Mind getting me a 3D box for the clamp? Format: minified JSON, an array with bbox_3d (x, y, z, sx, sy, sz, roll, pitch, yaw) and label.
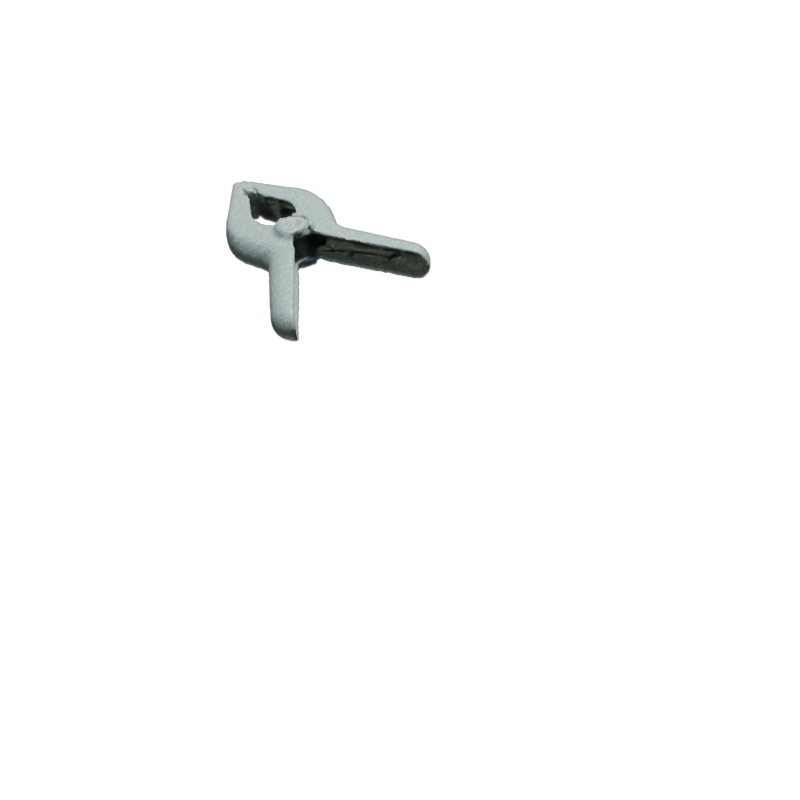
[{"bbox_3d":[-0.061,-0.112,0.785,0.119,0.037,0.186,-17,43,-19],"label":"clamp"}]
